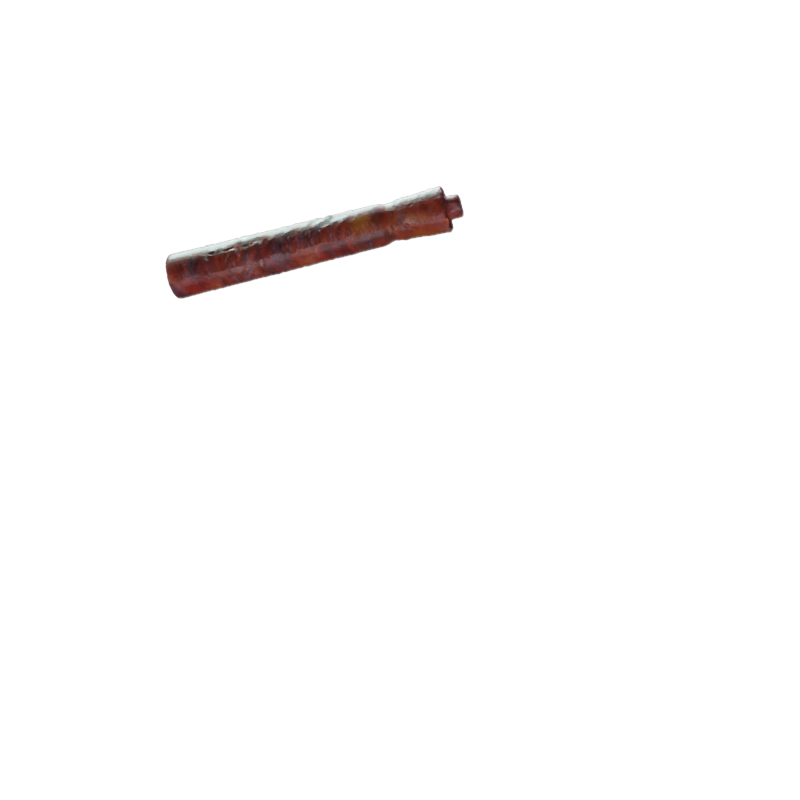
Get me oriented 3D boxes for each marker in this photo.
[{"bbox_3d":[-0.035,-0.063,0.443,0.122,0.020,0.020,-12,2,12],"label":"marker"}]
